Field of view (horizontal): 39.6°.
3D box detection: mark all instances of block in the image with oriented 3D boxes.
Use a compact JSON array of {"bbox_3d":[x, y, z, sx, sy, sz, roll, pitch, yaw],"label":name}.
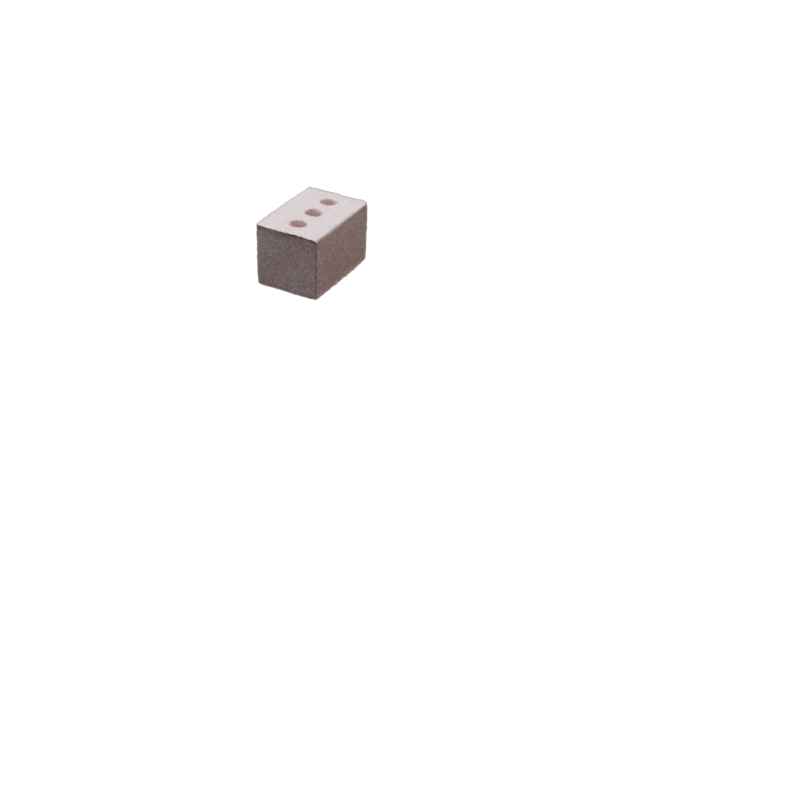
[{"bbox_3d":[-0.065,-0.118,0.828,0.055,0.048,0.079,16,35,23],"label":"block"}]
